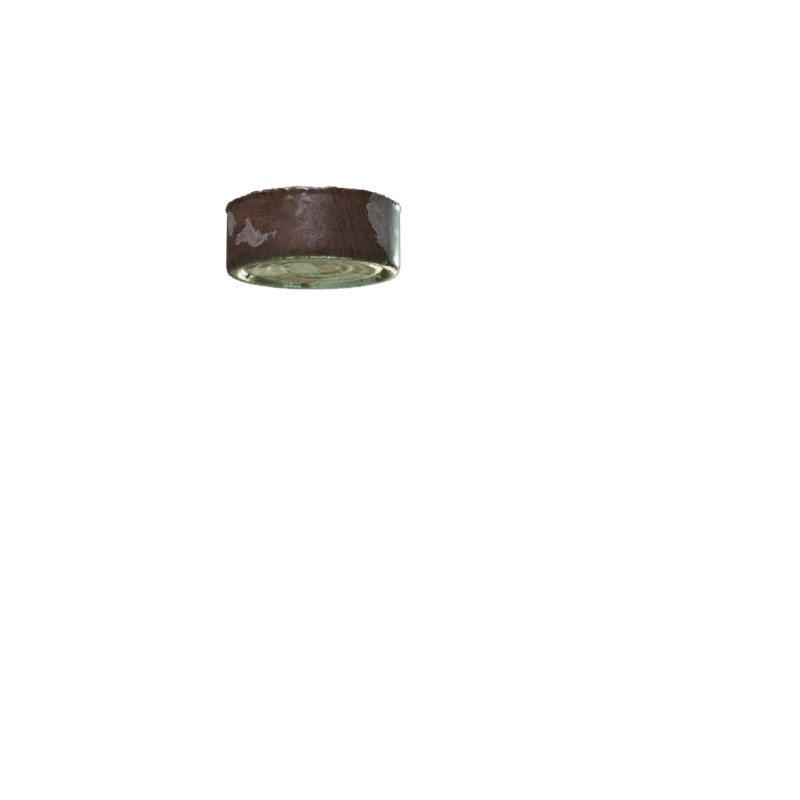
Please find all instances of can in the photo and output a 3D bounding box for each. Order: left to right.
[{"bbox_3d":[-0.042,-0.077,0.538,0.086,0.034,0.084,0,-6,-2],"label":"can"}]
